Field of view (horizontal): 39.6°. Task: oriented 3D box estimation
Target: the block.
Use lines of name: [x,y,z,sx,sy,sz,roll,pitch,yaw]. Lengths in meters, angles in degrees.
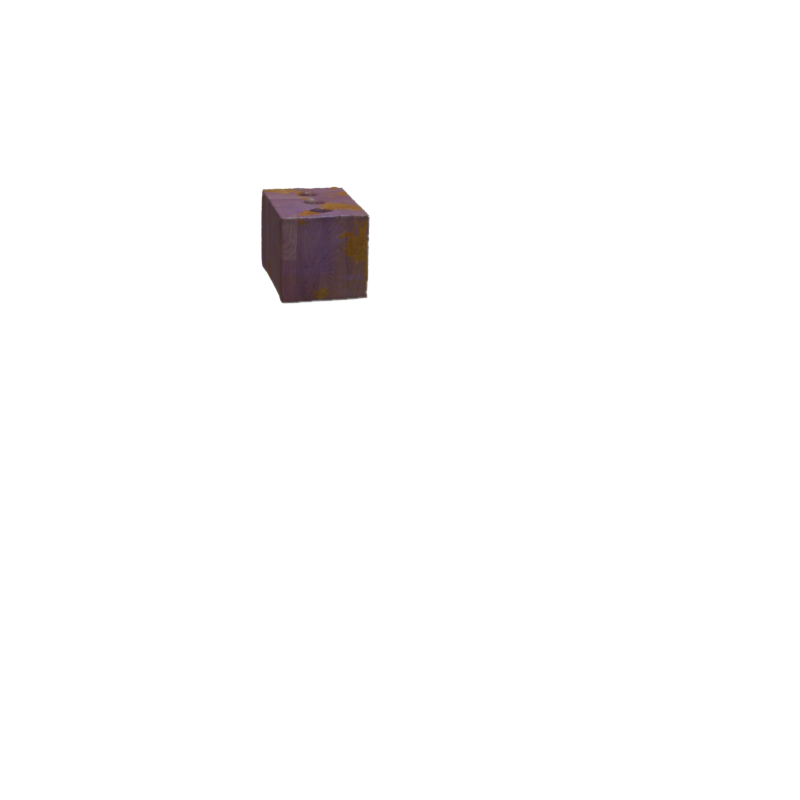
block: [-0.052,-0.094,0.662,0.052,0.049,0.082,-4,21,-14]
